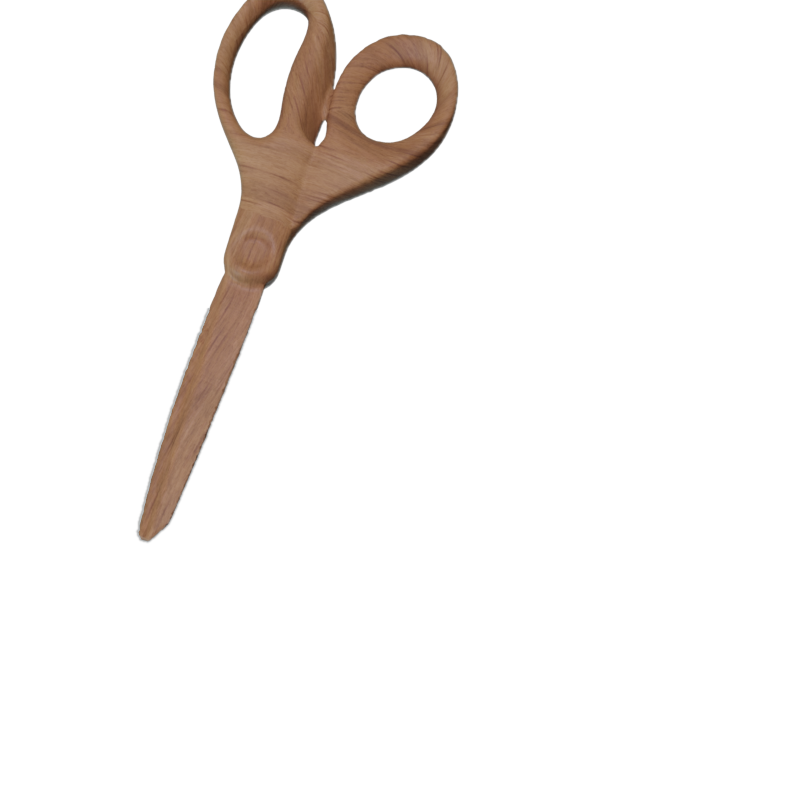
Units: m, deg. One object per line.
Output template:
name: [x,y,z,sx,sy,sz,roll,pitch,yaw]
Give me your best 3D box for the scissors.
scissors: [-0.029,-0.053,0.373,0.096,0.211,0.015,2,-21,1]
